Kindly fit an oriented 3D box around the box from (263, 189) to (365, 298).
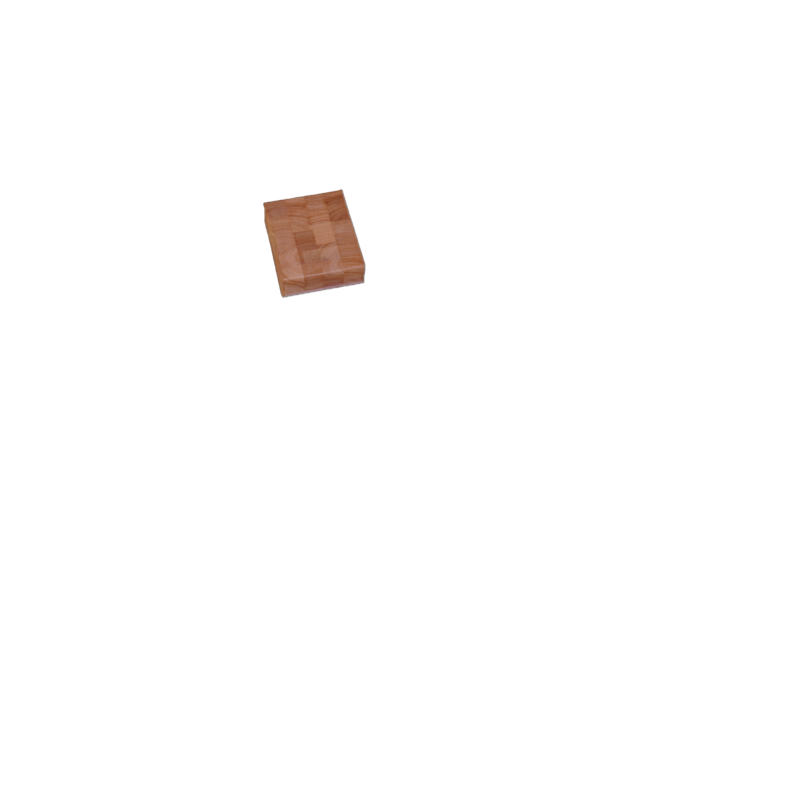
[{"bbox_3d":[-0.075,-0.137,0.958,0.073,0.096,0.028,-11,-33,-8],"label":"box"}]
